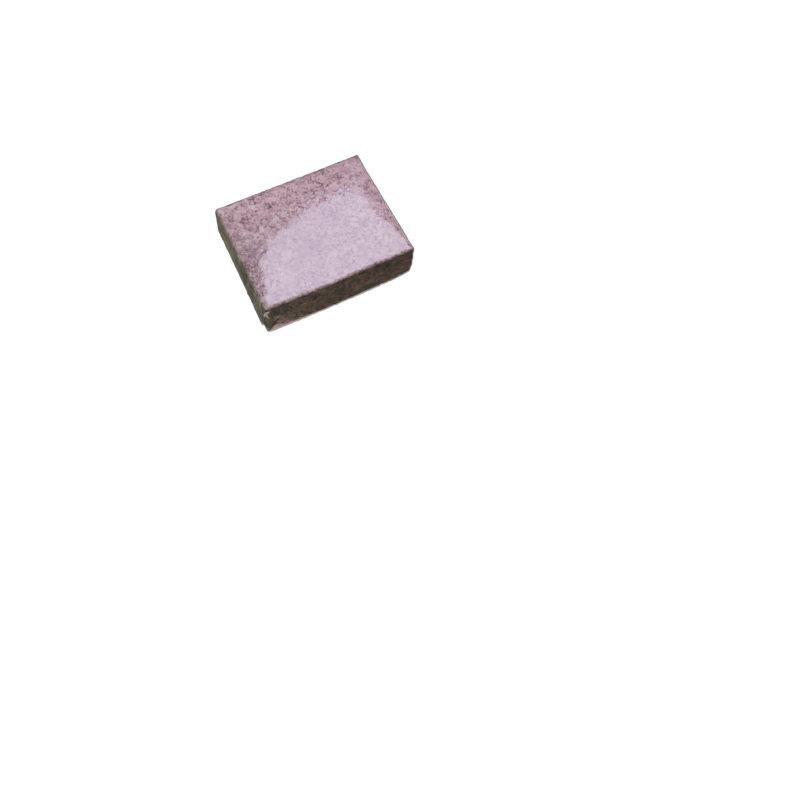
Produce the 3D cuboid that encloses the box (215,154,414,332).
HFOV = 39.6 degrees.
[{"bbox_3d":[-0.060,-0.109,0.767,0.113,0.096,0.036,-23,-27,-13],"label":"box"}]
